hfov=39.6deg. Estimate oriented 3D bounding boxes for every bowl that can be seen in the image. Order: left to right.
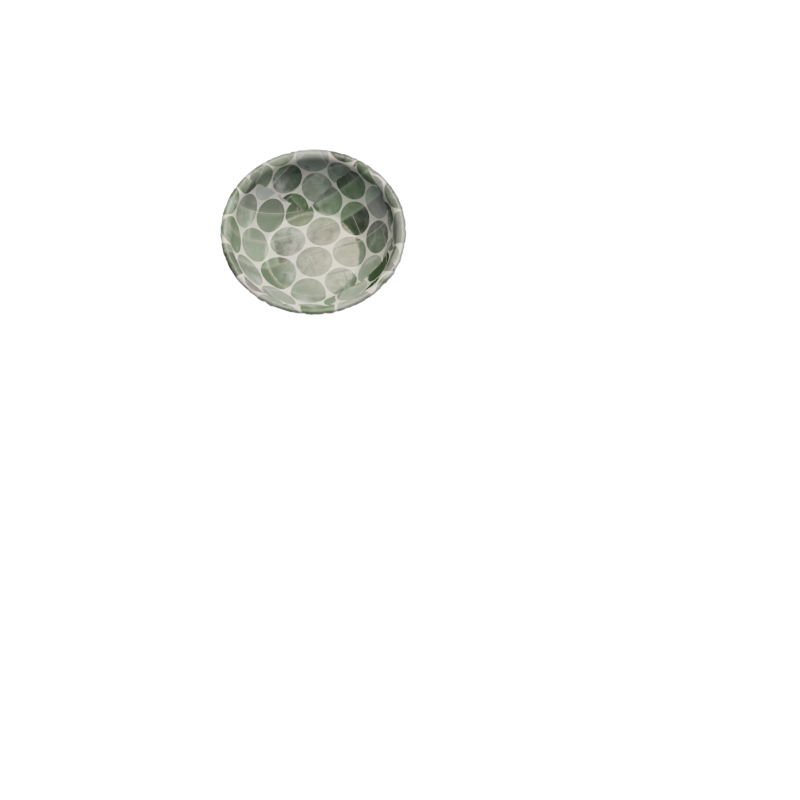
[{"bbox_3d":[-0.077,-0.141,0.987,0.162,0.171,0.052,-1,-25,-1],"label":"bowl"}]
